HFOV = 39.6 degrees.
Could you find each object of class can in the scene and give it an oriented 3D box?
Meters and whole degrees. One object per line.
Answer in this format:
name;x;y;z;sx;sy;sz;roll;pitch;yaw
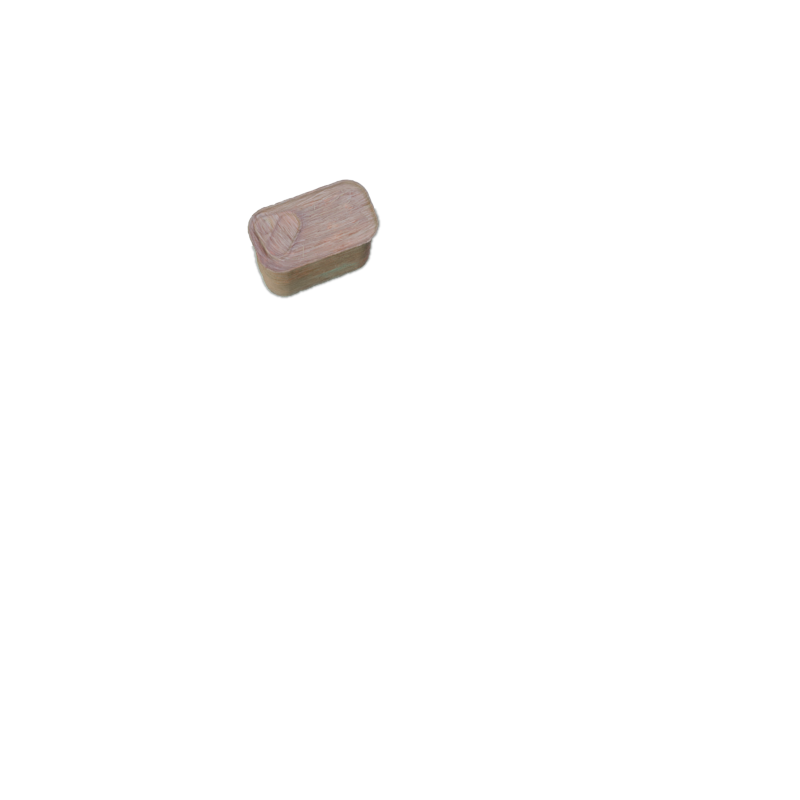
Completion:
can;-0.072;-0.131;0.918;0.101;0.060;0.081;-21;-11;-7
